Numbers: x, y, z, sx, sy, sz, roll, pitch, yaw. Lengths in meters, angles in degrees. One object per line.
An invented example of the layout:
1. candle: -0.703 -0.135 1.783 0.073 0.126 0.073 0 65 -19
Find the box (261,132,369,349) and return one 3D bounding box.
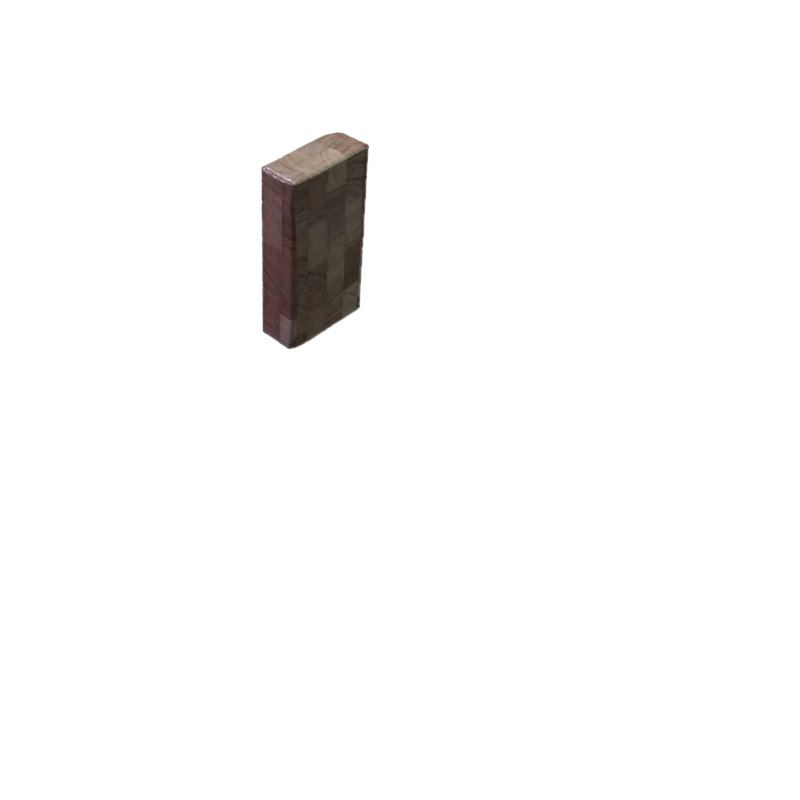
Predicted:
1. box: -0.075 -0.137 0.961 0.051 0.165 0.094 29 44 31
